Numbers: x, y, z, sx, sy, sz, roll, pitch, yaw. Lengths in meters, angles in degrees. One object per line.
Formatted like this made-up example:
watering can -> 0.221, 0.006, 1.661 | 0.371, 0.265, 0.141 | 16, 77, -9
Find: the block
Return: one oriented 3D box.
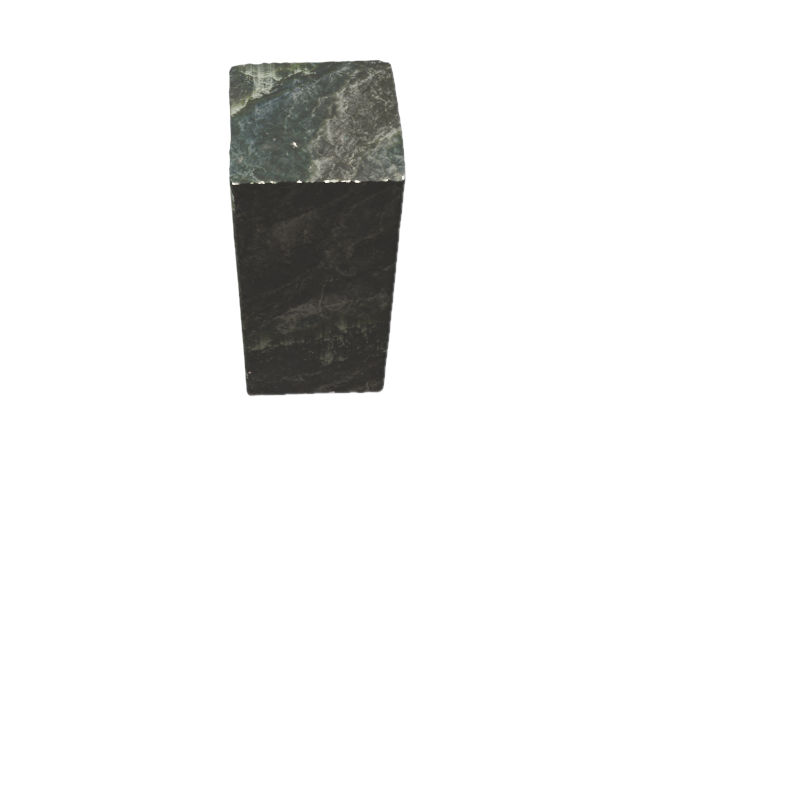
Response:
block -> -0.051, -0.094, 0.658 | 0.090, 0.097, 0.193 | -2, -33, -5
